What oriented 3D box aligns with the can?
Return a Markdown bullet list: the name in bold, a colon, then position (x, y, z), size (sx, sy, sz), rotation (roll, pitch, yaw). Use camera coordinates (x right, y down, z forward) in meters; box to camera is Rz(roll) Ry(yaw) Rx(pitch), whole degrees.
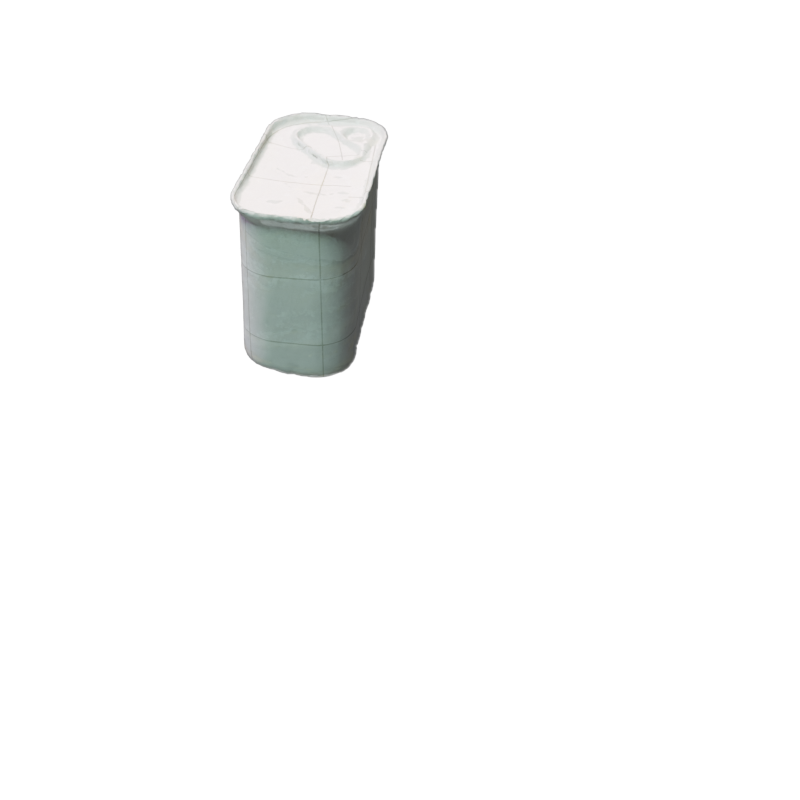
- **can**: position (-0.040, -0.073, 0.511), size (0.058, 0.078, 0.107), rotation (6, 36, 6)
